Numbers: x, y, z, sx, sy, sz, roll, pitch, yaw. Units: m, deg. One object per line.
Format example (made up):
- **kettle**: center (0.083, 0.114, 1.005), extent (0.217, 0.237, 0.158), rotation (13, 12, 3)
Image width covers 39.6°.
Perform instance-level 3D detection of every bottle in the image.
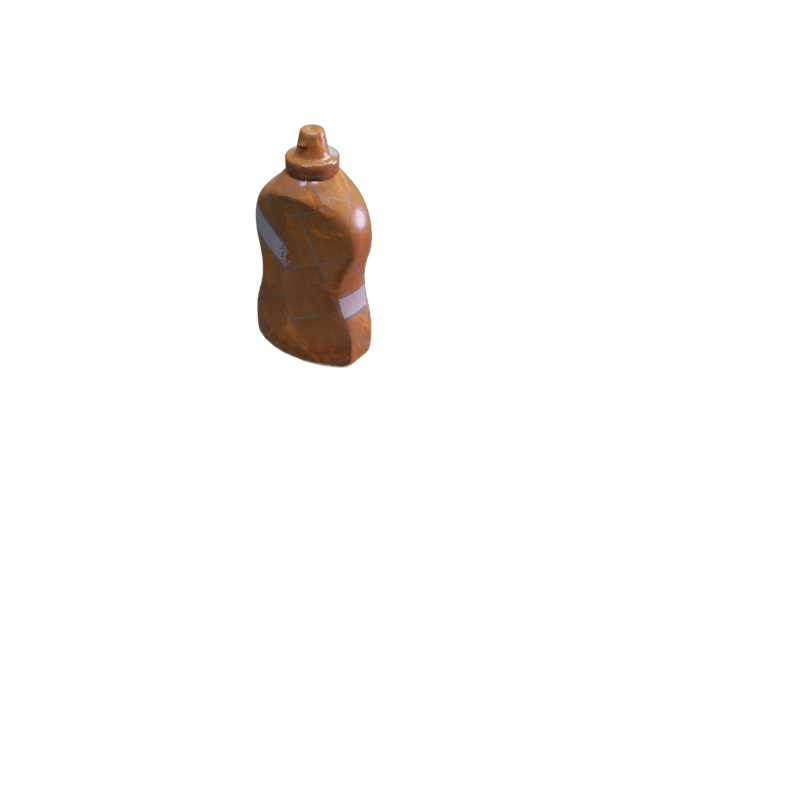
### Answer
- **bottle**: center (-0.068, -0.122, 0.859), extent (0.101, 0.180, 0.059), rotation (23, 38, 30)
